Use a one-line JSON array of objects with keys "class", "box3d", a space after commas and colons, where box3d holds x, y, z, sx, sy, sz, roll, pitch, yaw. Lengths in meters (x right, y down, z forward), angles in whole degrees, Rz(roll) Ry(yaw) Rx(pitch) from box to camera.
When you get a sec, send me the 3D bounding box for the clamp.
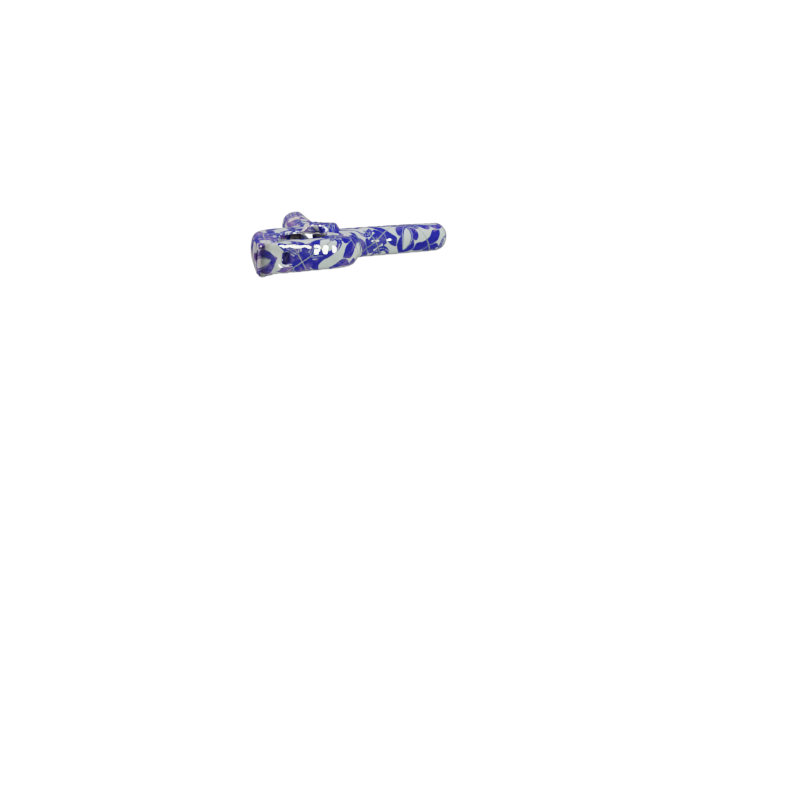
[{"class": "clamp", "box3d": [-0.076, -0.139, 0.976, 0.172, 0.035, 0.207, 10, 19, 30]}]
